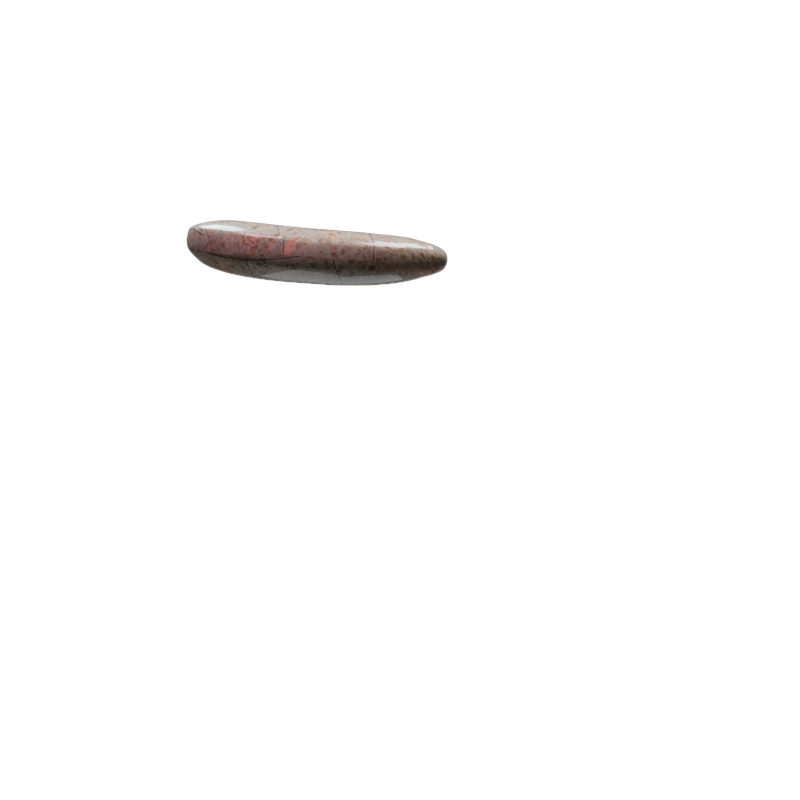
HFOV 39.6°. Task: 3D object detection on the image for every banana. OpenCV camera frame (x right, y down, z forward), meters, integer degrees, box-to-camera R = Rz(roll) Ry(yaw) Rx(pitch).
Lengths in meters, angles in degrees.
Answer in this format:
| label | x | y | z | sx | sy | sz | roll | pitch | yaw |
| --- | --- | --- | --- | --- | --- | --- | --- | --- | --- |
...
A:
| label | x | y | z | sx | sy | sz | roll | pitch | yaw |
| --- | --- | --- | --- | --- | --- | --- | --- | --- | --- |
| banana | -0.070 | -0.104 | 0.763 | 0.204 | 0.035 | 0.071 | 9 | 25 | 20 |
